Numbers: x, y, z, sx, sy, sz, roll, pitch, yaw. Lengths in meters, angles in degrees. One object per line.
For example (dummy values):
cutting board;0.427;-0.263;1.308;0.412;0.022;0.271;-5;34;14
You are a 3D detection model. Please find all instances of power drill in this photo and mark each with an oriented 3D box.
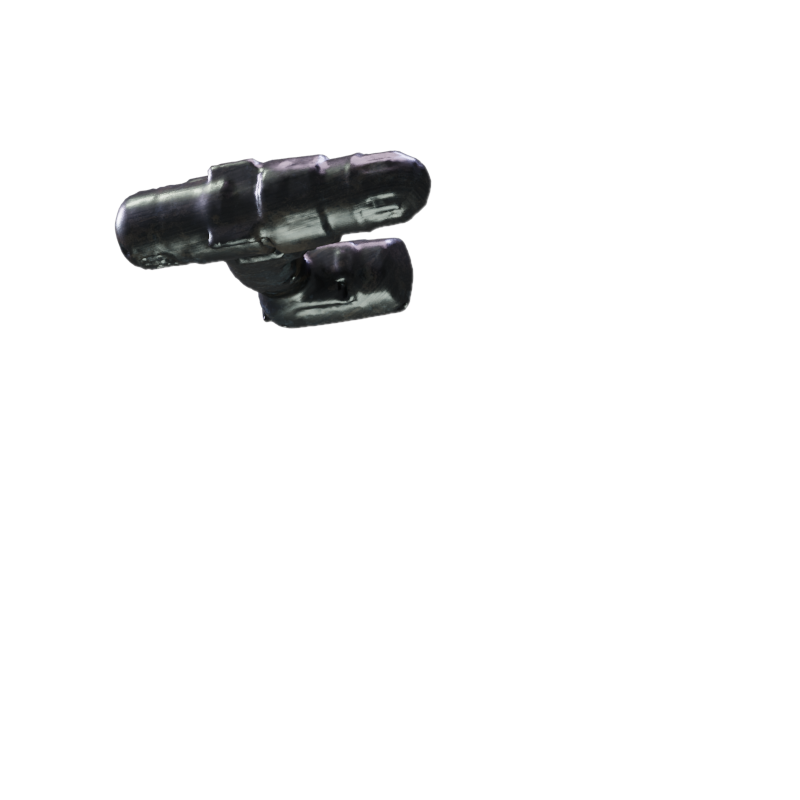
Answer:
power drill;-0.053;-0.097;0.676;0.188;0.060;0.177;-4;-13;19
